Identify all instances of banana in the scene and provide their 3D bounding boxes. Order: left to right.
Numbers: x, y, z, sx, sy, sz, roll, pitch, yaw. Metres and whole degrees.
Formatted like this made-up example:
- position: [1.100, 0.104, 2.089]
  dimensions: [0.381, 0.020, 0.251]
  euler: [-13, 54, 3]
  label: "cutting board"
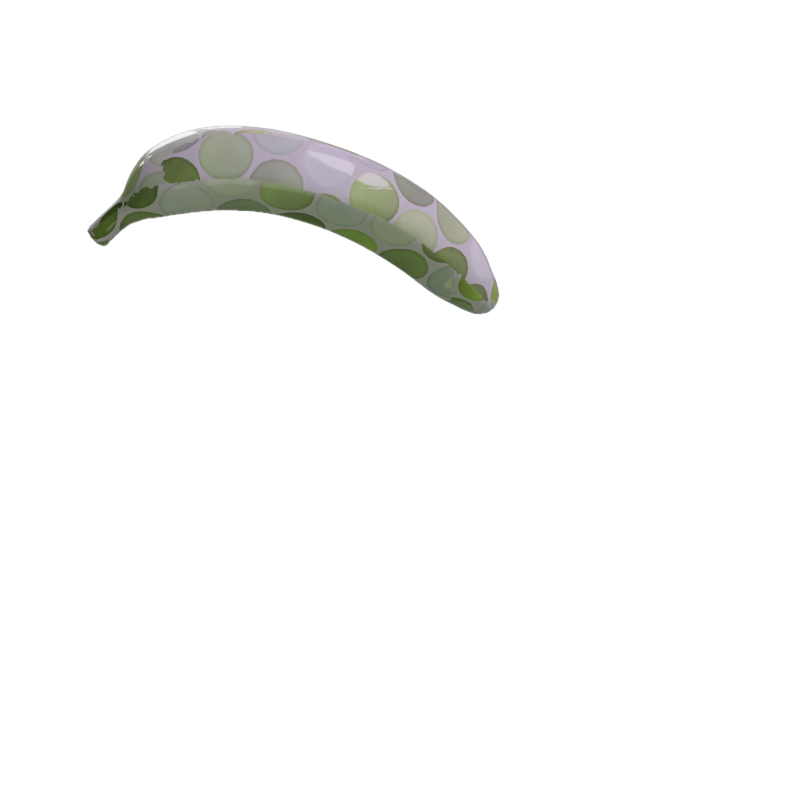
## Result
- position: [-0.039, -0.087, 0.509]
  dimensions: [0.194, 0.039, 0.066]
  euler: [11, -47, -11]
  label: "banana"
